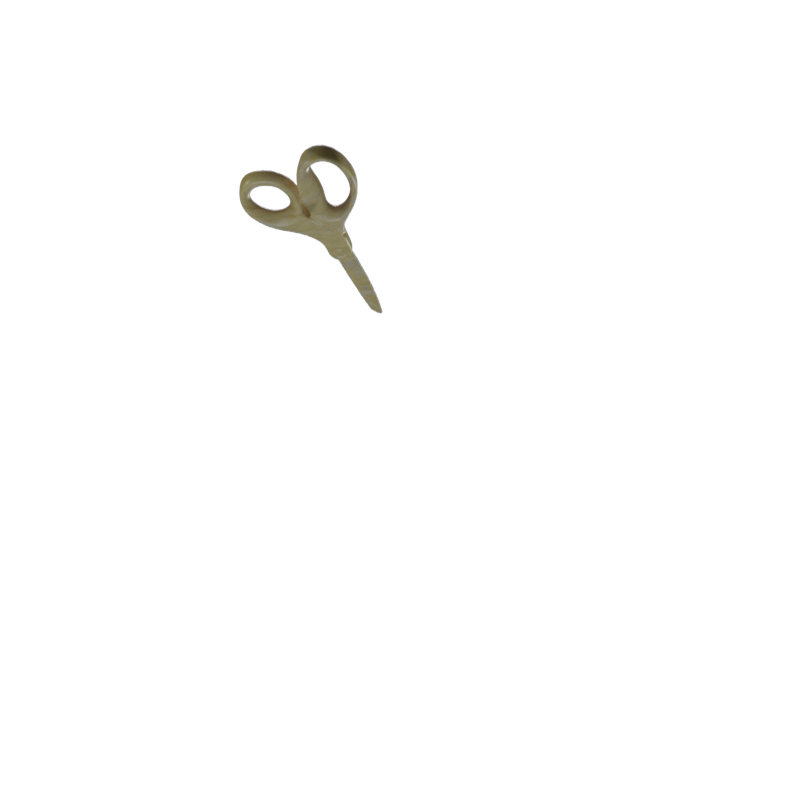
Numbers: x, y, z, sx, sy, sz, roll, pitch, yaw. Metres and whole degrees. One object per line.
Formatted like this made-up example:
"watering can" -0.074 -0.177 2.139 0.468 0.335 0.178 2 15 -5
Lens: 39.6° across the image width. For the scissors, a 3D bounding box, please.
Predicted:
"scissors" -0.067 -0.122 0.857 0.097 0.017 0.187 -2 -34 3
